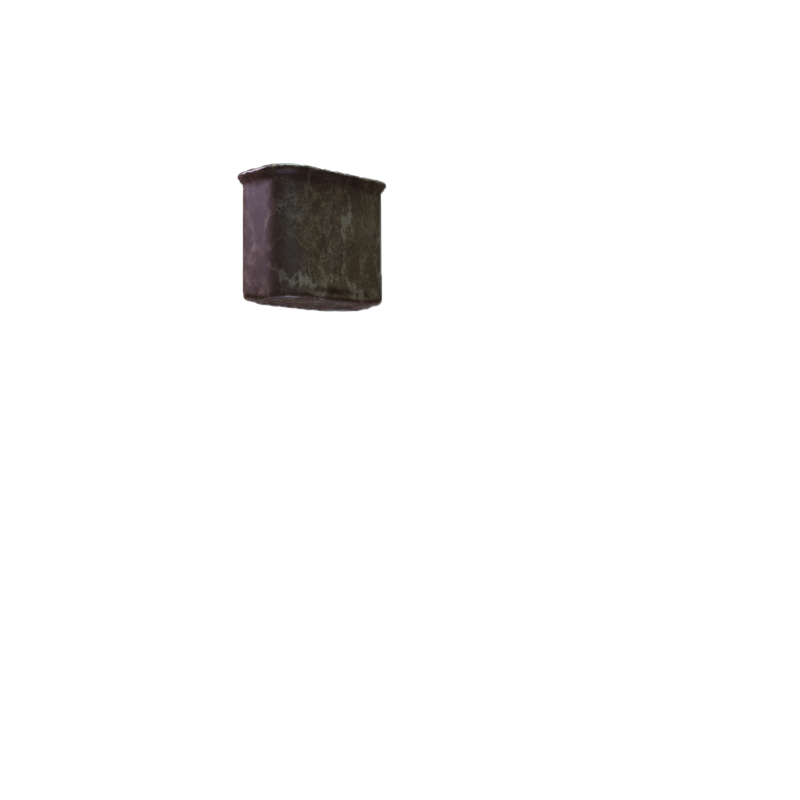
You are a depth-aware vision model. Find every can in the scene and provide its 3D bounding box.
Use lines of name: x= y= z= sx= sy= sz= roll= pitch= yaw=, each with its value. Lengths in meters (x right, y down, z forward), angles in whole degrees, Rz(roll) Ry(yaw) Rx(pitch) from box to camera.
can: x=-0.057 y=-0.104 z=0.725 sx=0.097 sy=0.085 sz=0.059 roll=5 pitch=-9 yaw=-45
